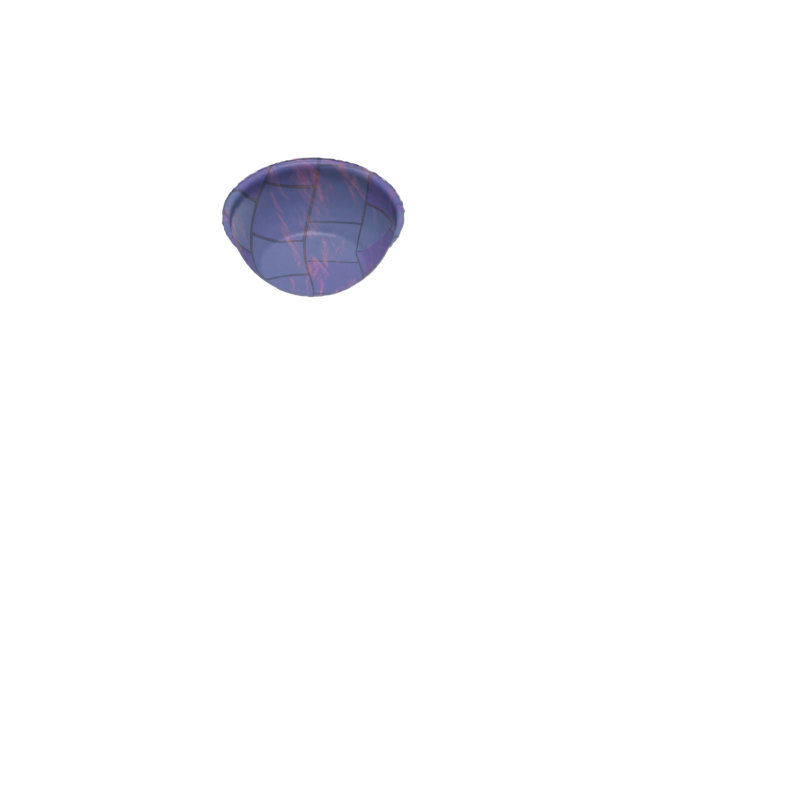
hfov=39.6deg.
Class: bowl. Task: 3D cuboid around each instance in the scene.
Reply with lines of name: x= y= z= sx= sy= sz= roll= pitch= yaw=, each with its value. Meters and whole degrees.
bowl: x=-0.076 y=-0.138 z=0.965 sx=0.162 sy=0.059 sz=0.152 roll=1 pitch=-33 yaw=-2
